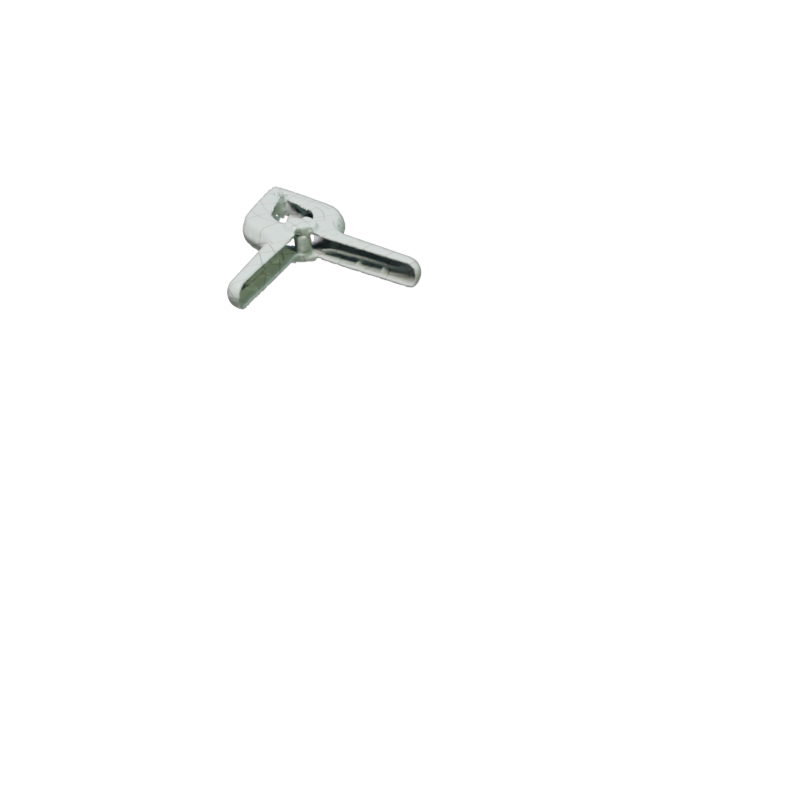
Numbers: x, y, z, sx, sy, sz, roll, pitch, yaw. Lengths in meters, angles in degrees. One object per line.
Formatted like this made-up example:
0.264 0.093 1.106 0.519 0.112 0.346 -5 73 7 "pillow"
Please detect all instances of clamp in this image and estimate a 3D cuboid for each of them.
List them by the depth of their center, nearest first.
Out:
-0.078 -0.143 0.998 0.163 0.034 0.224 -5 31 -8 "clamp"
